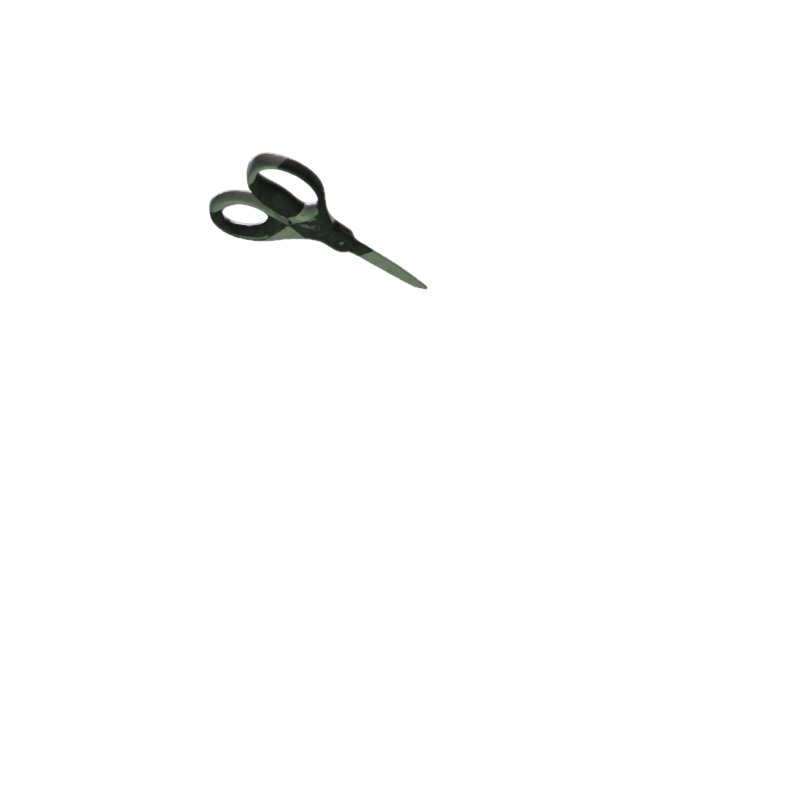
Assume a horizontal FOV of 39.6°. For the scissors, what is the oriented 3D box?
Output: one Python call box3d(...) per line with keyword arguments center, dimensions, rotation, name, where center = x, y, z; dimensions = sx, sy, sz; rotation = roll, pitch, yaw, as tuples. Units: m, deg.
box3d(center=(-0.066, -0.120, 0.838), dimensions=(0.097, 0.017, 0.186), rotation=(-16, -34, 24), name="scissors")
